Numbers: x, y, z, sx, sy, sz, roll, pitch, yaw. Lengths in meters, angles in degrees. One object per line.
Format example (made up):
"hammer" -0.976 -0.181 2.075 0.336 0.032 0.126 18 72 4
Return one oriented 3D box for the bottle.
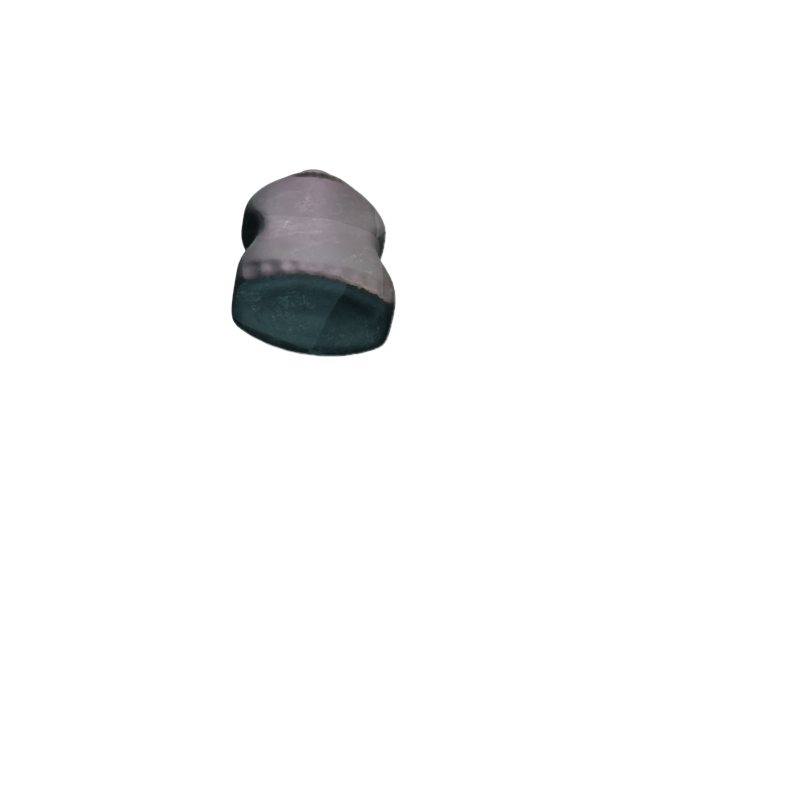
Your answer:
"bottle" -0.057 -0.104 0.728 0.095 0.055 0.204 5 33 -7
